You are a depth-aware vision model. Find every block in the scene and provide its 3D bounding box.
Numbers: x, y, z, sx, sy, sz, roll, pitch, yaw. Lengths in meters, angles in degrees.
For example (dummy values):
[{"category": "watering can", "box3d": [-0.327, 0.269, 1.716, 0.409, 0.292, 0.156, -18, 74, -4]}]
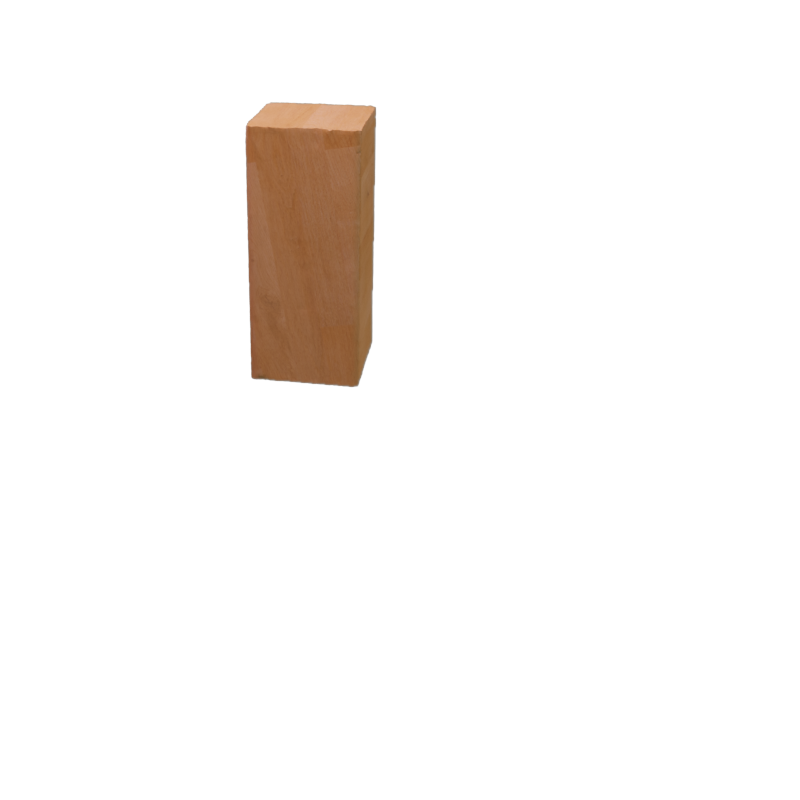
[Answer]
[{"category": "block", "box3d": [-0.070, -0.126, 0.883, 0.091, 0.197, 0.094, 4, 22, 6]}]
